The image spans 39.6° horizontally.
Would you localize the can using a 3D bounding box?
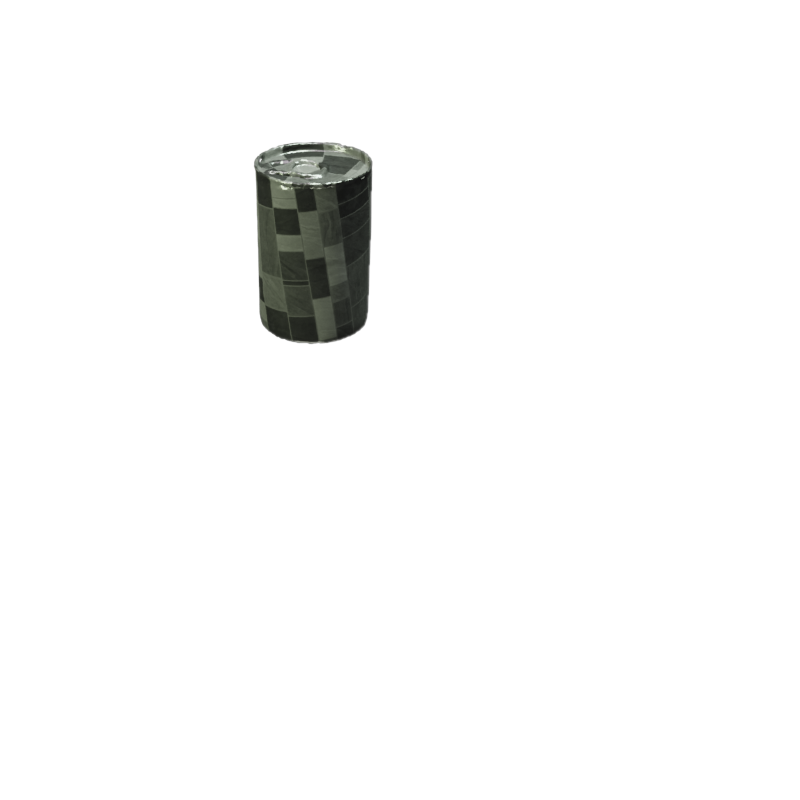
[{"bbox_3d":[-0.051,-0.093,0.654,0.068,0.097,0.073,0,28,-2],"label":"can"}]
